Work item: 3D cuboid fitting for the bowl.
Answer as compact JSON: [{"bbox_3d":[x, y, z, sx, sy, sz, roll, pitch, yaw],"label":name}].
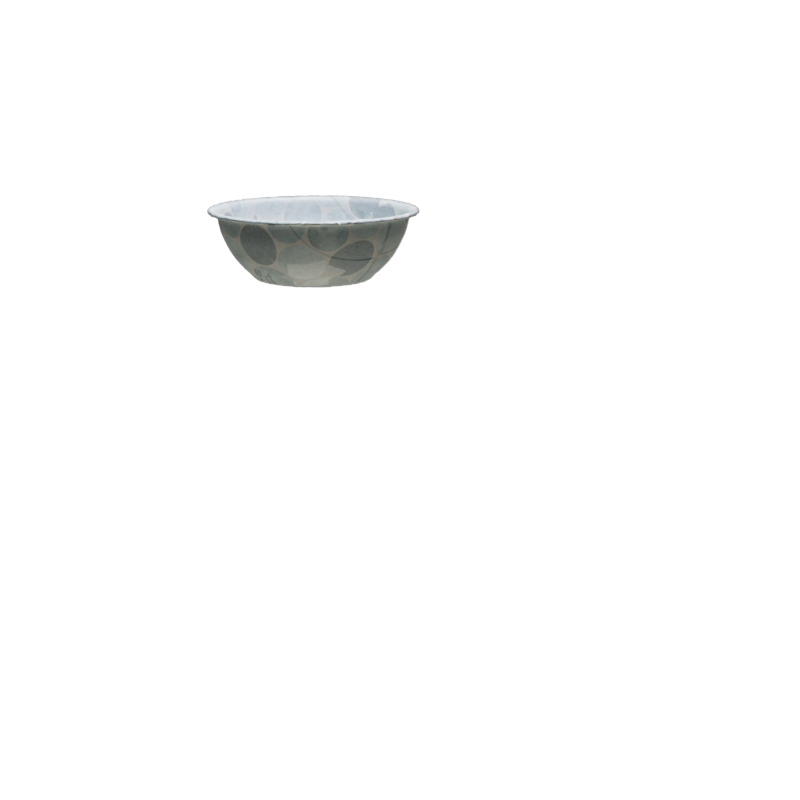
[{"bbox_3d":[-0.067,-0.121,0.850,0.162,0.053,0.167,-1,16,-2],"label":"bowl"}]
